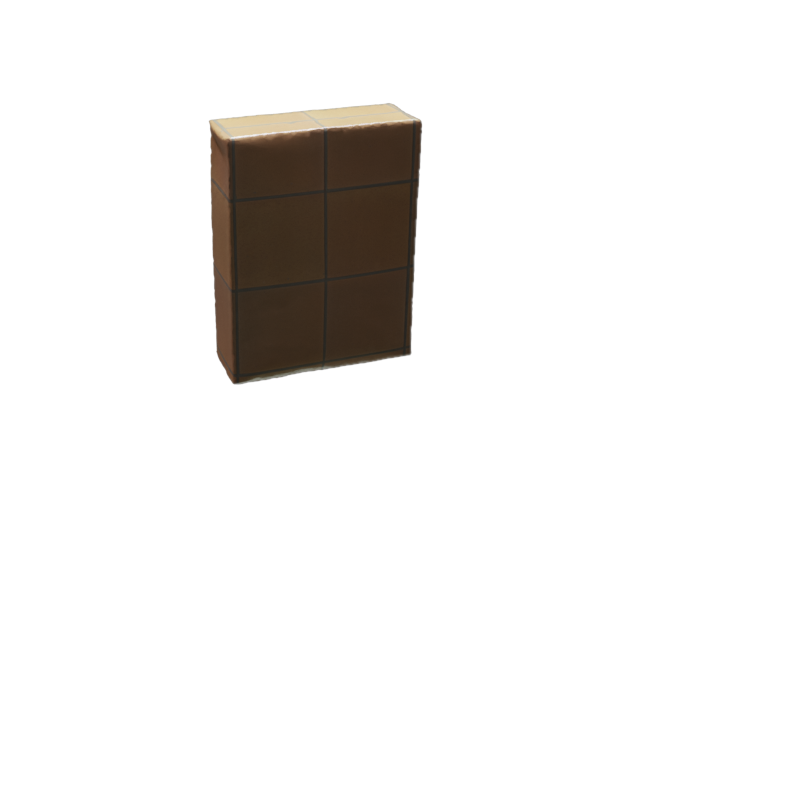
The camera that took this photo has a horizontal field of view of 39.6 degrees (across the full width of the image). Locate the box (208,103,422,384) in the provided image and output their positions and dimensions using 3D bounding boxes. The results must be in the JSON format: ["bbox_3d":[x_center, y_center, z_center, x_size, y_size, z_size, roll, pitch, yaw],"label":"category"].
[{"bbox_3d":[-0.072,-0.132,0.925,0.161,0.203,0.077,-8,25,-20],"label":"box"}]
